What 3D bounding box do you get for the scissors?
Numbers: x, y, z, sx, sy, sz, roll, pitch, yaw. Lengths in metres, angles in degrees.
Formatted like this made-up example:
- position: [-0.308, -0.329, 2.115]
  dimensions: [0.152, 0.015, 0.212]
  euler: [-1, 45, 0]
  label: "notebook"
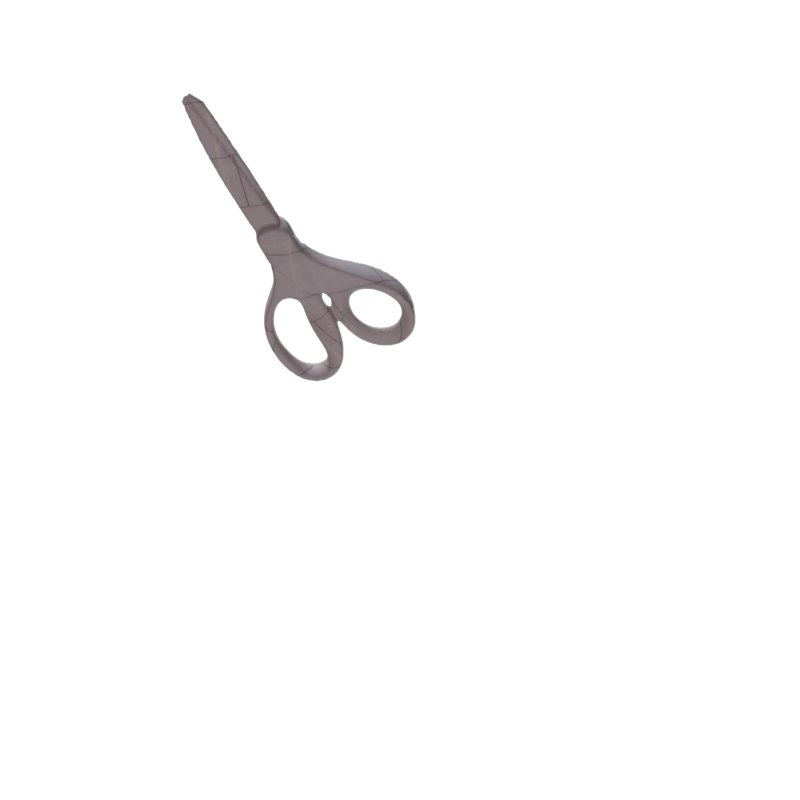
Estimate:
- position: [-0.047, -0.085, 0.599]
  dimensions: [0.097, 0.187, 0.017]
  euler: [-6, 42, 5]
  label: "scissors"
